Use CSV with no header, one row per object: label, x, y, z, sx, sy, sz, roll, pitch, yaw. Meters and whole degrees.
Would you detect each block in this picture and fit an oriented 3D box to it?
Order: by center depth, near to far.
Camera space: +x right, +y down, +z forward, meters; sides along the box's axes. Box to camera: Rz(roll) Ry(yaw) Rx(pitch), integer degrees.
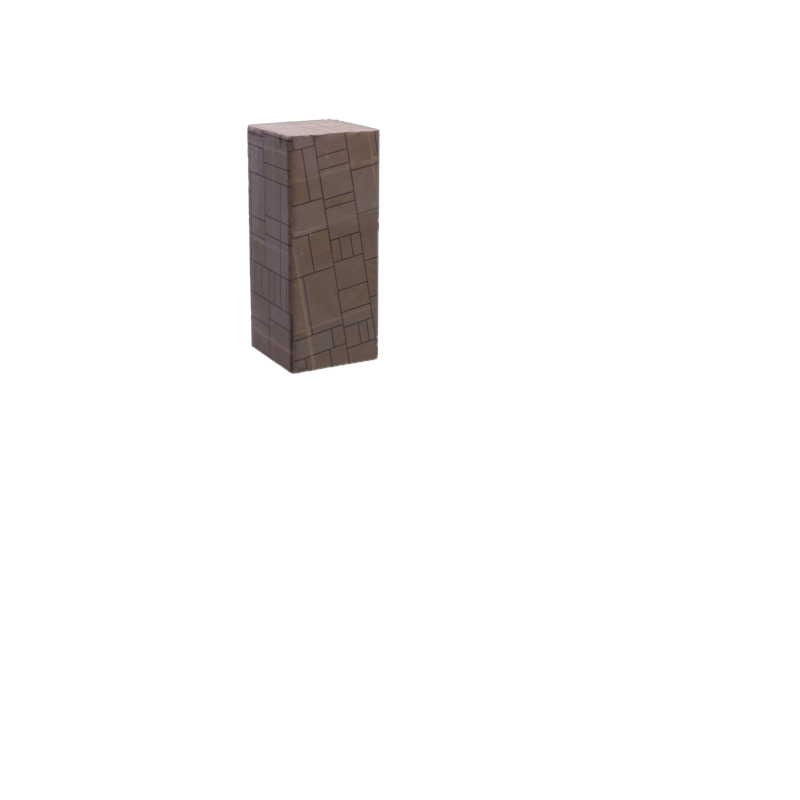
block,-0.078,-0.141,0.986,0.088,0.199,0.096,-8,18,-29
